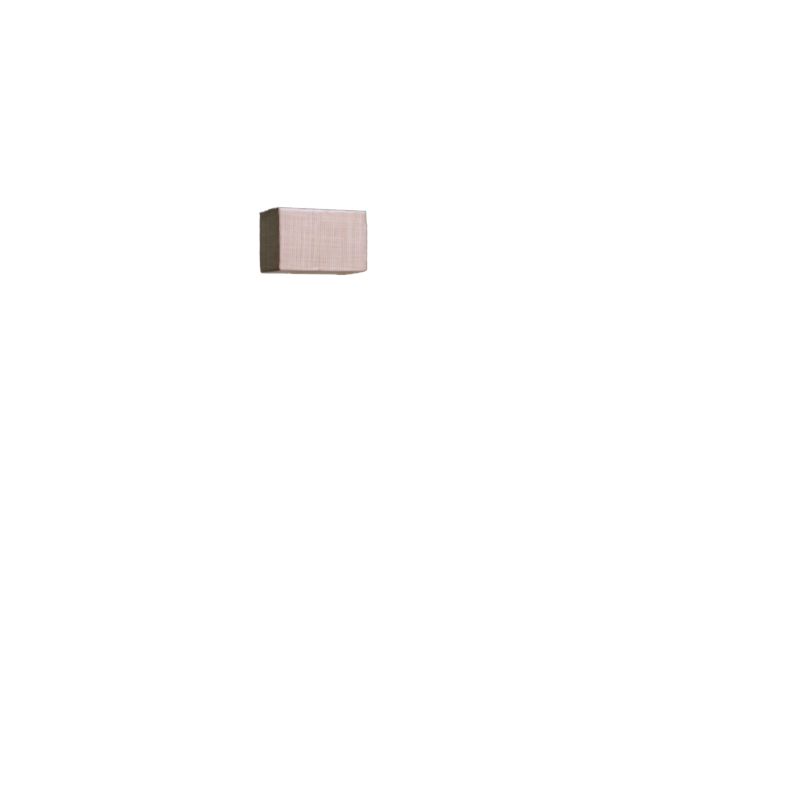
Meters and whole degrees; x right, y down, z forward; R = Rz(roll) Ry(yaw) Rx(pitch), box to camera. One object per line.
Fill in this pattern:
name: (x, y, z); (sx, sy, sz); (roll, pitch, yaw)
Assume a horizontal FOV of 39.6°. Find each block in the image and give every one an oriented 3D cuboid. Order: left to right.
block: (-0.071, -0.129, 0.906); (0.076, 0.052, 0.054); (0, 0, -23)
